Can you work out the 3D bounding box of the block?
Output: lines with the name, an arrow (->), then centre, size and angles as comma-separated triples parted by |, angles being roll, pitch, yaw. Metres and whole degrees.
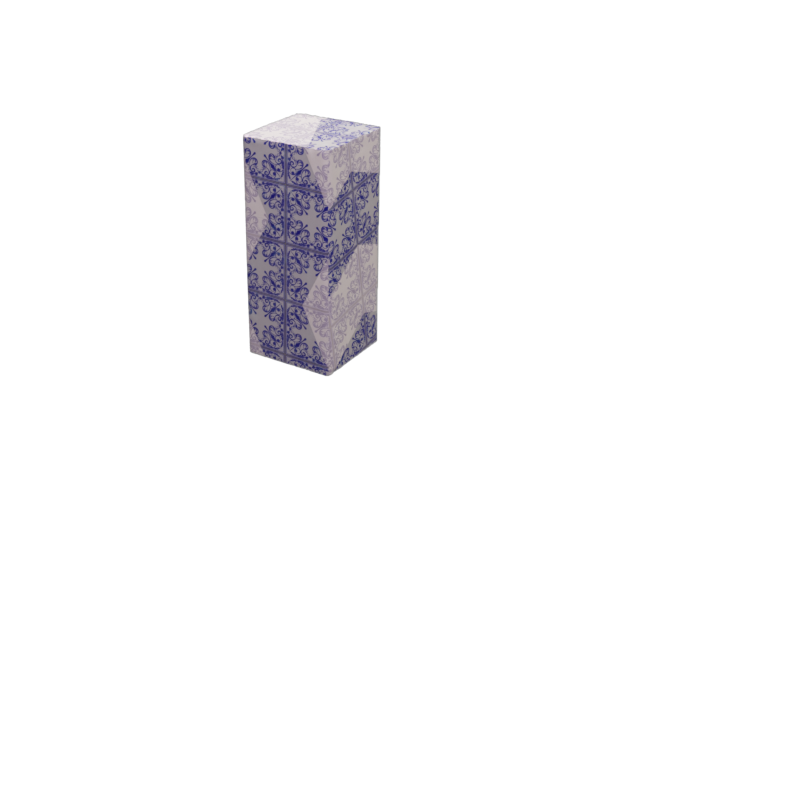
block -> -0.078, -0.141, 0.986 | 0.095, 0.196, 0.090 | 15, 27, 28
